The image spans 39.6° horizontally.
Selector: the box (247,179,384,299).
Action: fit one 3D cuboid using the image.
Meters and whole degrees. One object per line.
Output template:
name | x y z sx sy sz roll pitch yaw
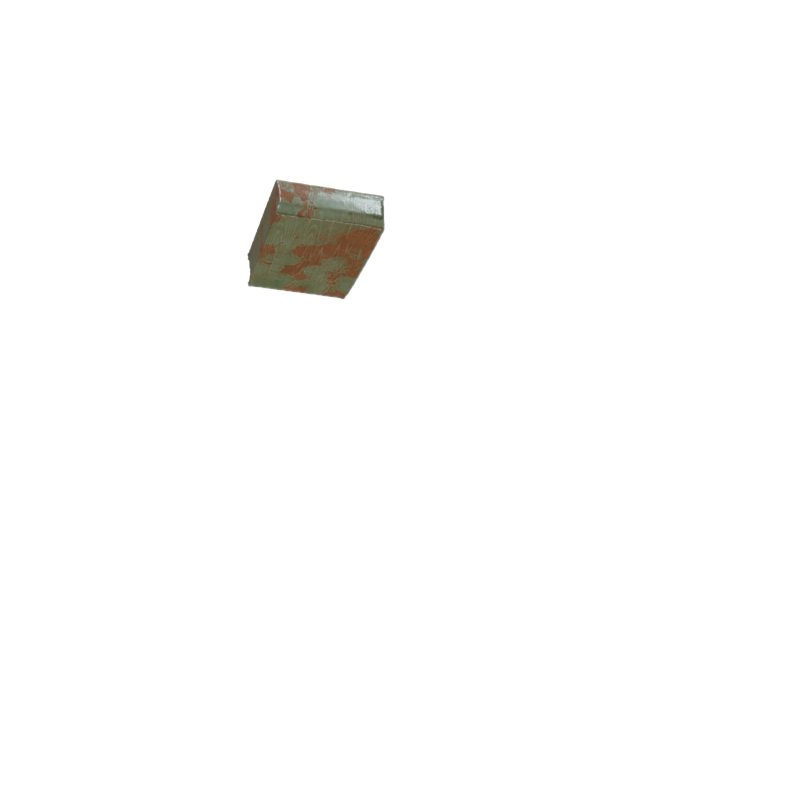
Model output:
box | -0.071 -0.130 0.909 0.088 0.042 0.109 9 -32 -15
